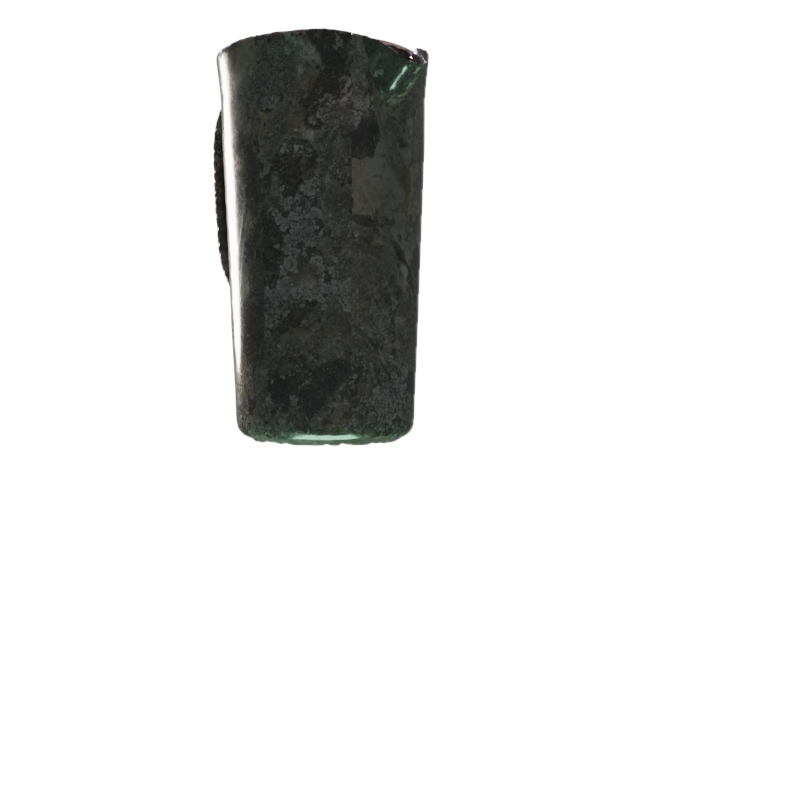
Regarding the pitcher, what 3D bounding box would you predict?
[{"bbox_3d":[-0.054,-0.099,0.693,0.145,0.246,0.147,0,-3,1],"label":"pitcher"}]
